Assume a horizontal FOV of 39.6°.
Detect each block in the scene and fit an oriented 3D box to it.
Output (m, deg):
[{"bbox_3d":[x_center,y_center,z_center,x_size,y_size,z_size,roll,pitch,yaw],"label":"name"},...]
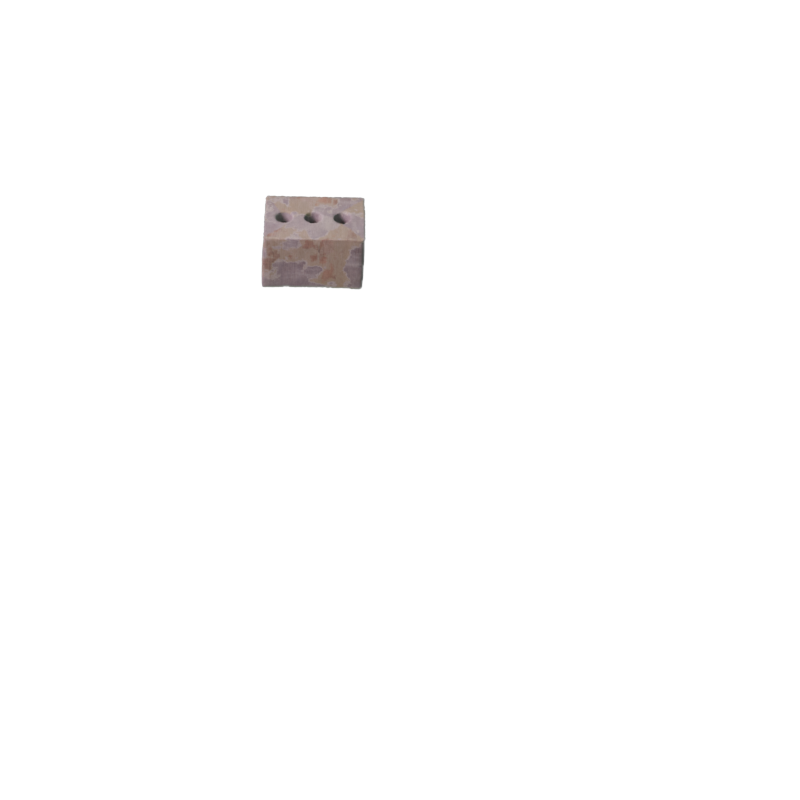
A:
[{"bbox_3d":[-0.066,-0.121,0.848,0.078,0.057,0.048,1,-44,-1],"label":"block"}]
